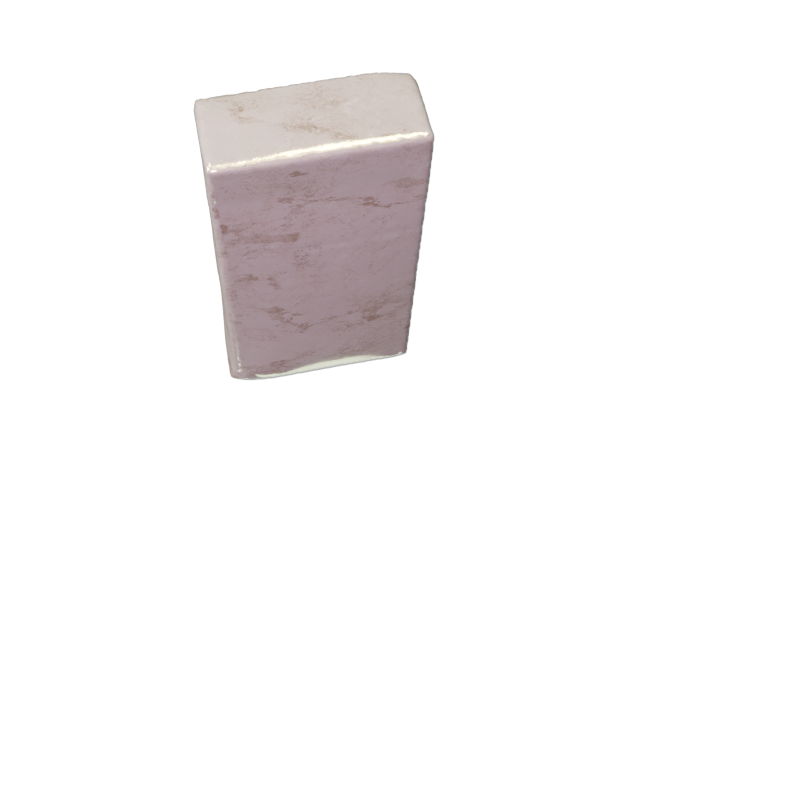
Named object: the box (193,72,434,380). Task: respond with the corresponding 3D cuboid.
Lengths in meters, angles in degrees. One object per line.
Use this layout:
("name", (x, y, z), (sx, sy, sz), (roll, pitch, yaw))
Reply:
("box", (-0.040, -0.073, 0.507), (0.093, 0.052, 0.165), (-9, -30, -9))
